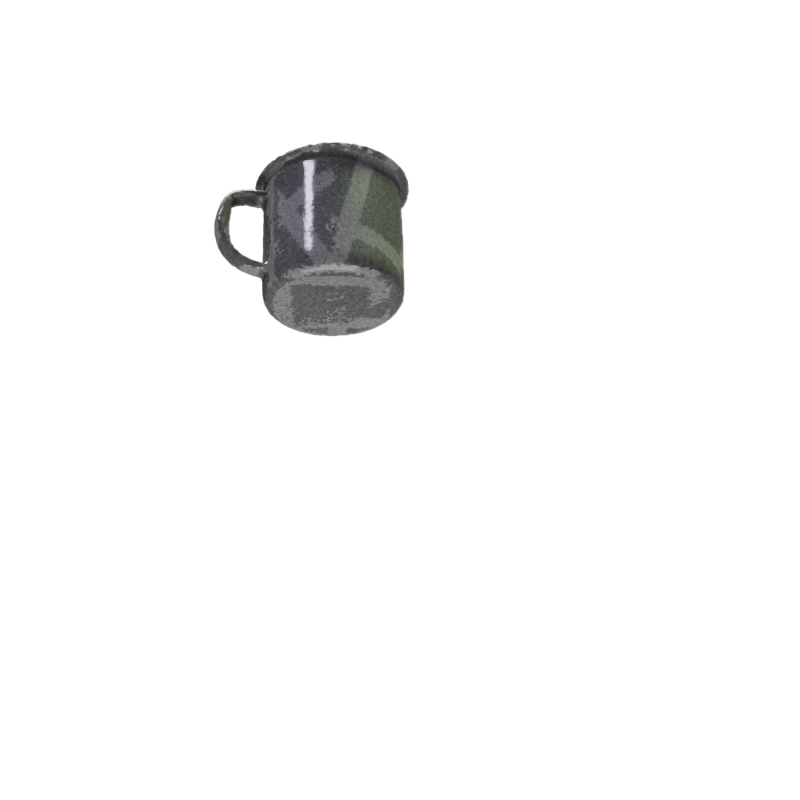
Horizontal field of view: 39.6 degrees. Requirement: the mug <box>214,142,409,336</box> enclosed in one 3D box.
[{"bbox_3d":[-0.051,-0.092,0.647,0.114,0.087,0.090,9,-32,-17],"label":"mug"}]
